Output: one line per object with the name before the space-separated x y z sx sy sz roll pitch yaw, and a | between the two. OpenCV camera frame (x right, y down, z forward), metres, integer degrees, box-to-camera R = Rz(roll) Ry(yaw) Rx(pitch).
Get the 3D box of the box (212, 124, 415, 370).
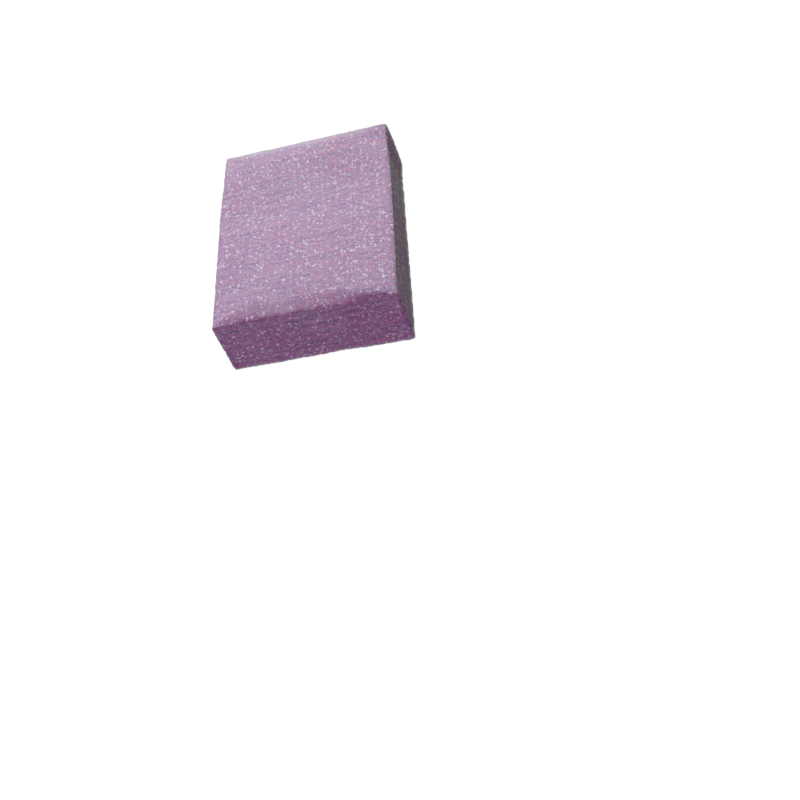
box | -0.078 -0.143 1.000 0.166 0.229 0.066 -11 -40 10
